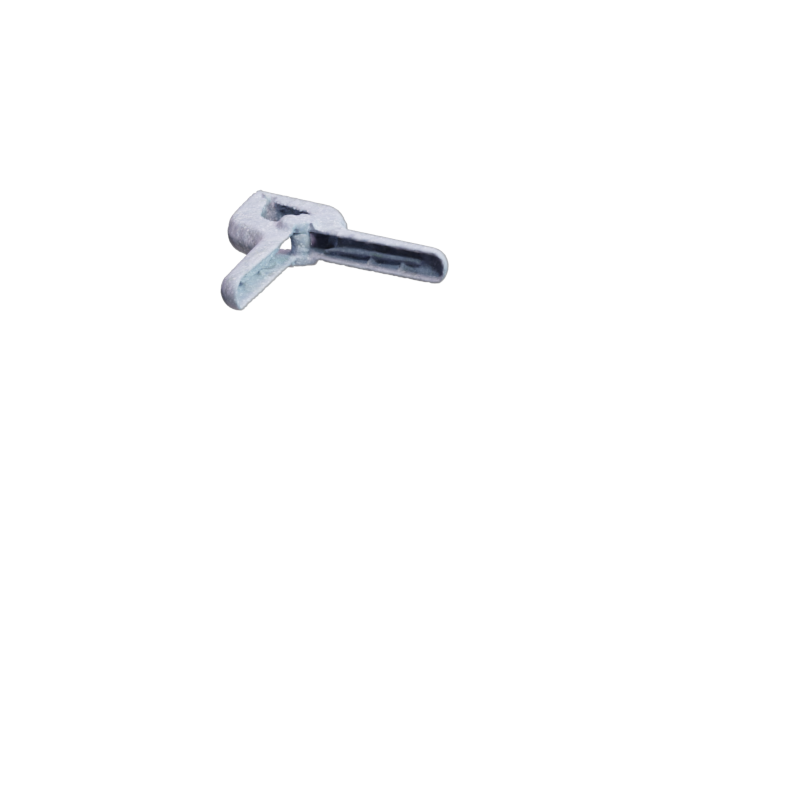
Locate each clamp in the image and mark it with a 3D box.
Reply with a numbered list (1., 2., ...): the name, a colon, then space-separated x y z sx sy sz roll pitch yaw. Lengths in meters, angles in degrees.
1. clamp: -0.066 -0.121 0.847 0.162 0.035 0.223 -6 26 -13
